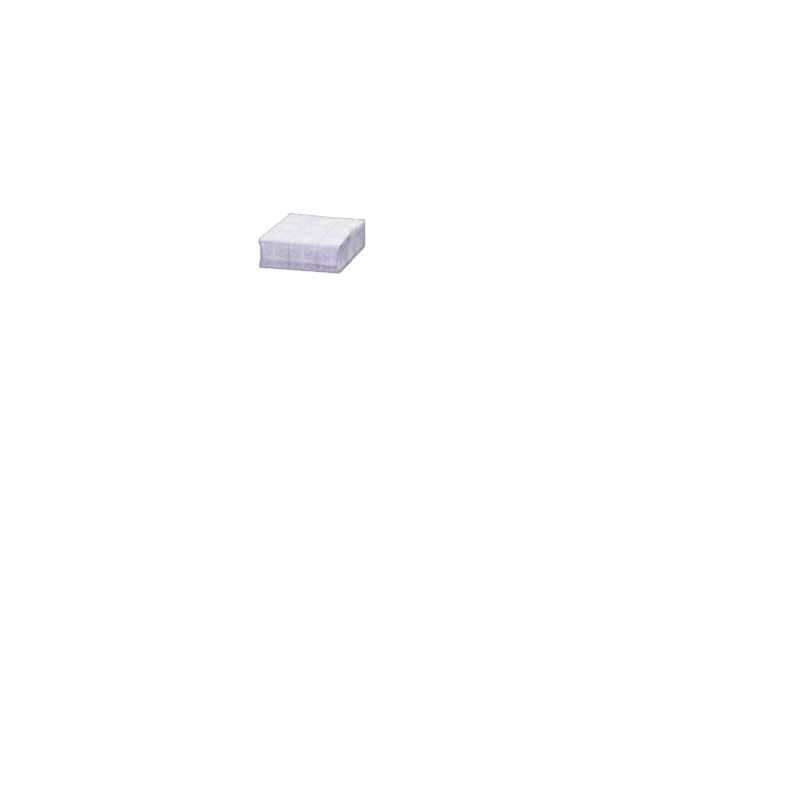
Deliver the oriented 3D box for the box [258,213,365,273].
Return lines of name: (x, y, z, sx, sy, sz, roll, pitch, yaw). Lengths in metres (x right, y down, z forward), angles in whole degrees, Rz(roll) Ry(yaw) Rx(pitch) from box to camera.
box: (-0.076, -0.139, 0.974, 0.075, 0.029, 0.091, 6, 23, 14)
